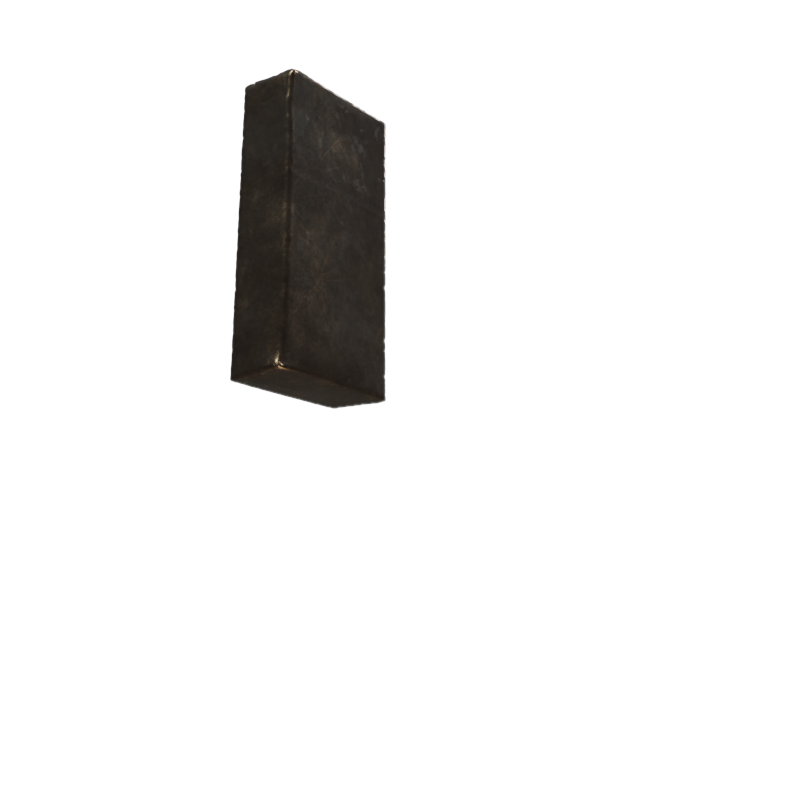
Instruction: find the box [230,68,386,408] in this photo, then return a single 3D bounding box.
[{"bbox_3d":[-0.050,-0.091,0.639,0.049,0.185,0.087,-16,-24,34],"label":"box"}]
